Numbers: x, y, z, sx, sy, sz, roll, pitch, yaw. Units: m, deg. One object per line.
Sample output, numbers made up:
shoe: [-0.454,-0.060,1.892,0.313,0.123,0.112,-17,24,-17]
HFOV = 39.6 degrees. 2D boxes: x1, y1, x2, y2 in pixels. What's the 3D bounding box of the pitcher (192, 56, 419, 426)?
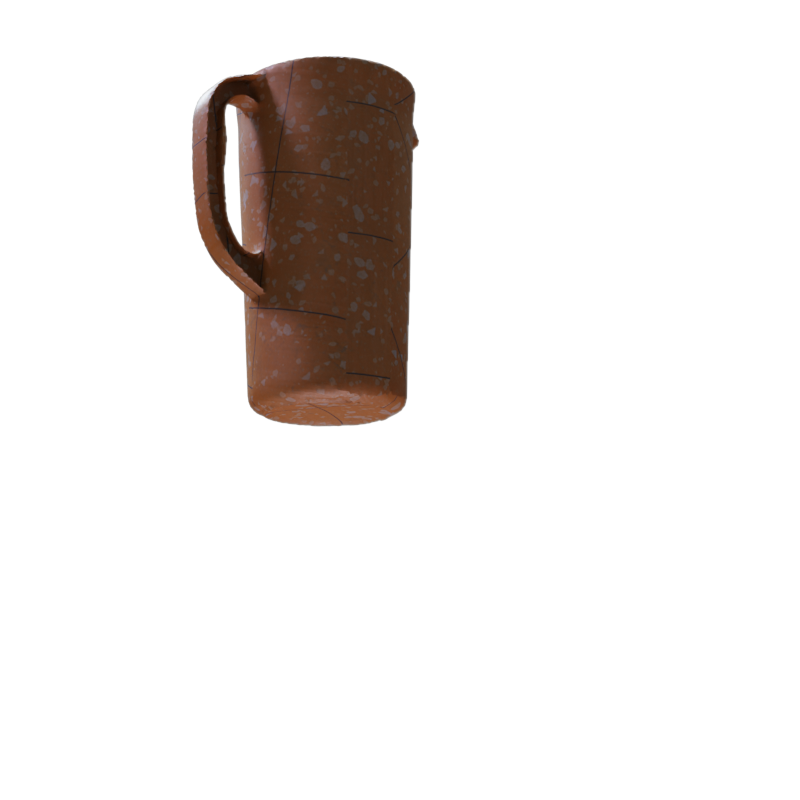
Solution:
pitcher: [-0.061,-0.111,0.779,0.150,0.254,0.138,-3,-17,6]
